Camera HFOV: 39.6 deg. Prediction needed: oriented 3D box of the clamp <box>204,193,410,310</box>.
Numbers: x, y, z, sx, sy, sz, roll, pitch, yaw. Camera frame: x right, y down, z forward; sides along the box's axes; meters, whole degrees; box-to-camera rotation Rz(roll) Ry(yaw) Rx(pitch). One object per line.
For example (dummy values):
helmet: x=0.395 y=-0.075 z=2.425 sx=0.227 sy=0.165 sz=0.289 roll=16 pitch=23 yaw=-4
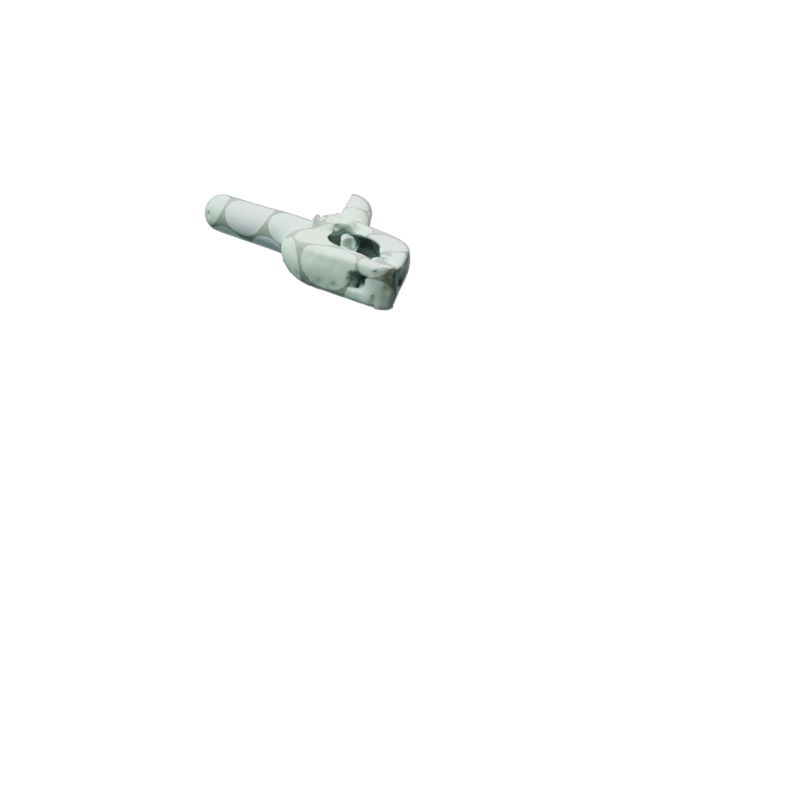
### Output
clamp: x=-0.055 y=-0.101 z=0.705 sx=0.118 sy=0.037 sz=0.182 roll=-7 pitch=24 yaw=-16
